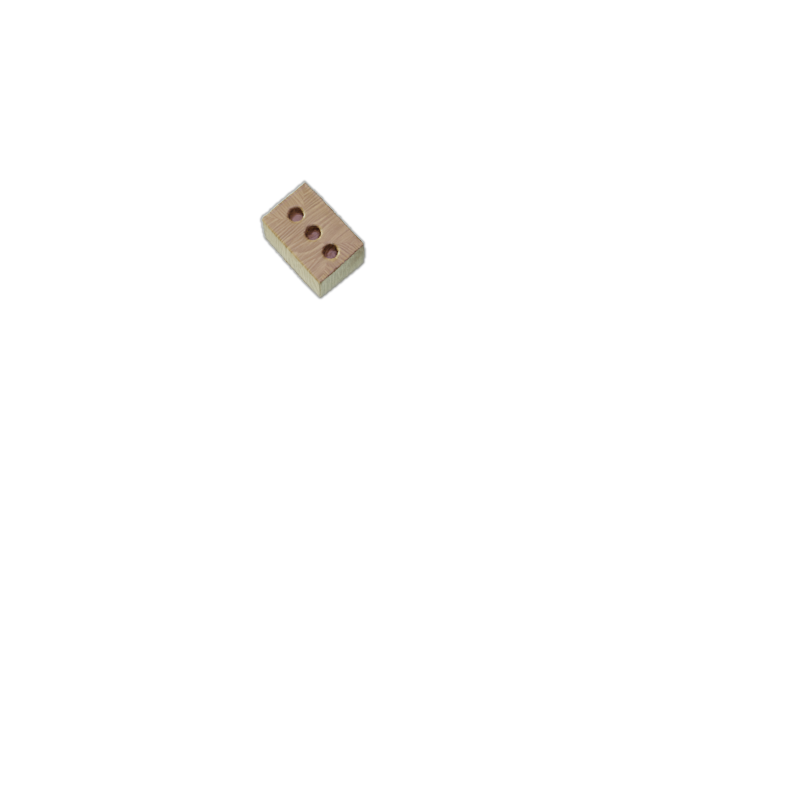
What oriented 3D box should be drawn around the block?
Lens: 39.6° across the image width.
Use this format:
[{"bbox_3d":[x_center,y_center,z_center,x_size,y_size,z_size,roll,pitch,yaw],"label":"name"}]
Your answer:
[{"bbox_3d":[-0.074,-0.136,0.951,0.053,0.081,0.049,-41,-11,-11],"label":"block"}]
